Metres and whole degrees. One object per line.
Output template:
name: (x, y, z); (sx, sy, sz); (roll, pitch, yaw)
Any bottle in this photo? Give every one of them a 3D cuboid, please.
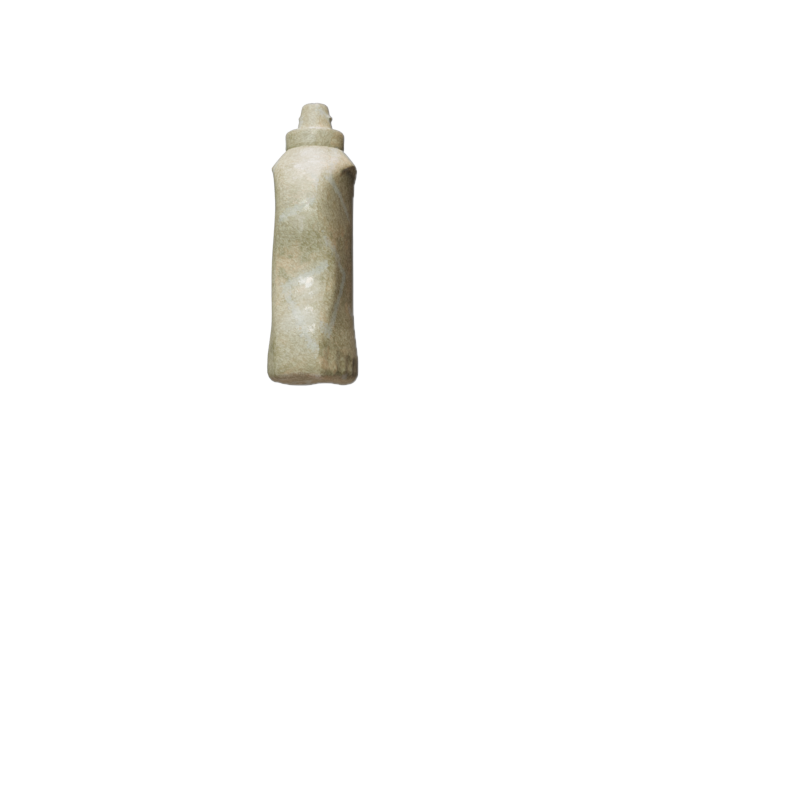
bottle: (-0.059, -0.108, 0.754); (0.059, 0.196, 0.092); (-3, -9, 11)
